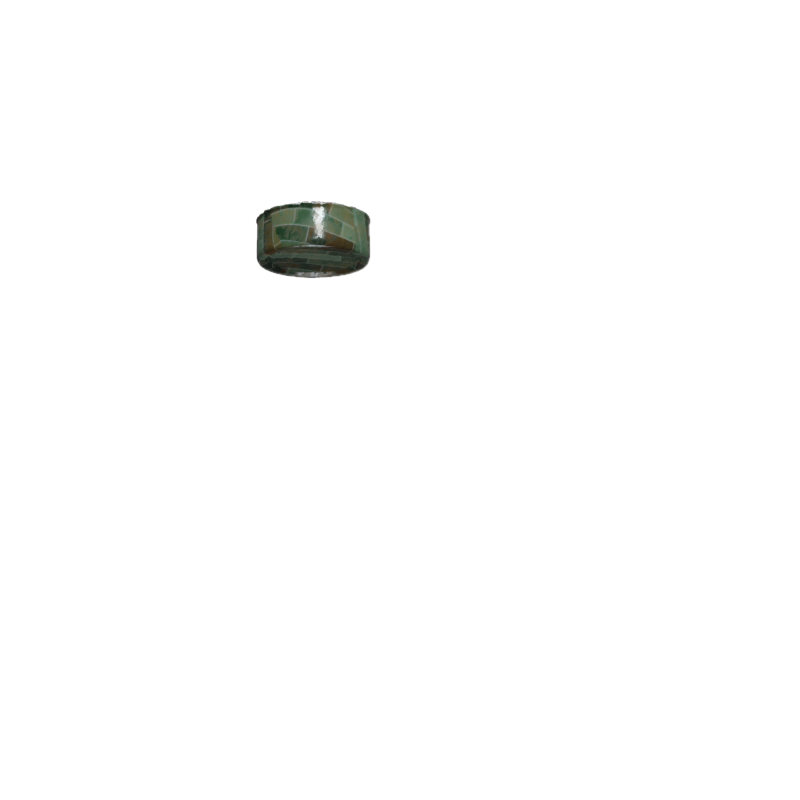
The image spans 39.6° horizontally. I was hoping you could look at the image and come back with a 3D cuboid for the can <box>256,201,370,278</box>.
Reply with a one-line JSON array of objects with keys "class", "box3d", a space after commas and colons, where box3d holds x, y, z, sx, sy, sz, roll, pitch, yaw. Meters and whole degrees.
[{"class": "can", "box3d": [-0.065, -0.118, 0.826, 0.086, 0.035, 0.083, 0, -11, -2]}]
